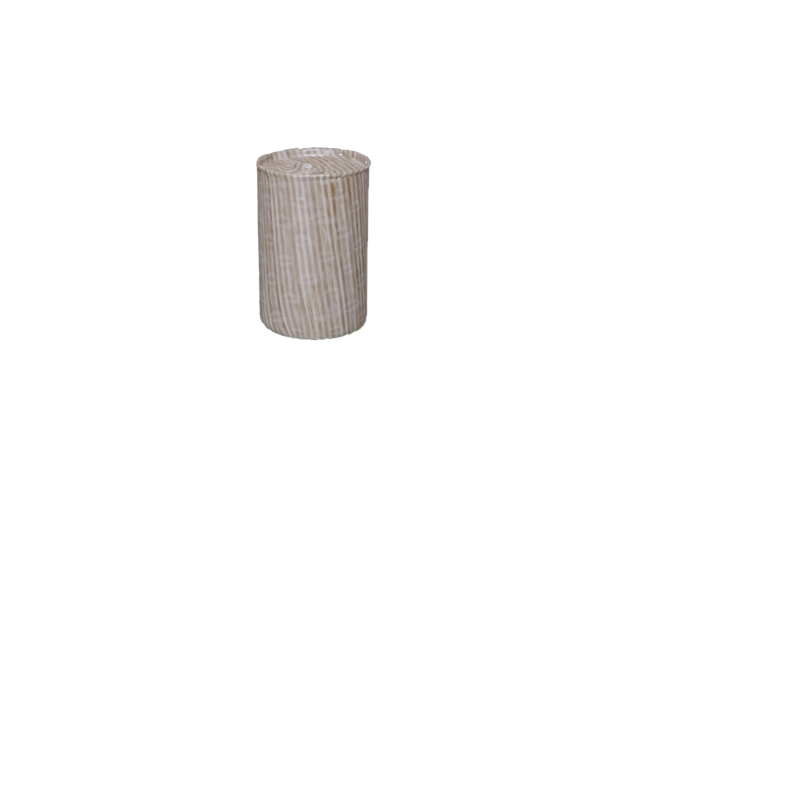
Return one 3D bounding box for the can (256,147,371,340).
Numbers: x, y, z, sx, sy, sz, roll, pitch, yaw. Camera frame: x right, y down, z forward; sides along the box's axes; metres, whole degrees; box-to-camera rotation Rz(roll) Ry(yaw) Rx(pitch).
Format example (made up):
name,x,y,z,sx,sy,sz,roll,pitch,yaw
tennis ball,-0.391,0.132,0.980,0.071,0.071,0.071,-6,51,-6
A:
name,x,y,z,sx,sy,sz,roll,pitch,yaw
can,-0.053,-0.096,0.671,0.068,0.098,0.072,0,21,-2
